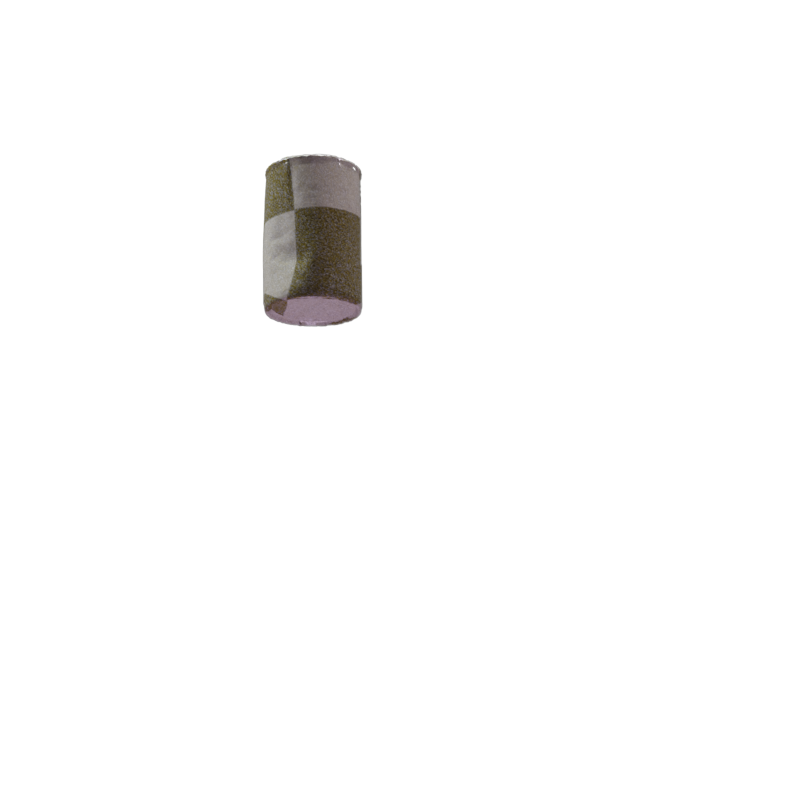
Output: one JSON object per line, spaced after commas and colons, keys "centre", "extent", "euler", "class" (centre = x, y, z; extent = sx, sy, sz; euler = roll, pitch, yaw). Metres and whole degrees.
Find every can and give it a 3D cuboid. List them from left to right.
{"centre": [-0.059, -0.108, 0.757], "extent": [0.068, 0.107, 0.066], "euler": [0, -19, -2], "class": "can"}
